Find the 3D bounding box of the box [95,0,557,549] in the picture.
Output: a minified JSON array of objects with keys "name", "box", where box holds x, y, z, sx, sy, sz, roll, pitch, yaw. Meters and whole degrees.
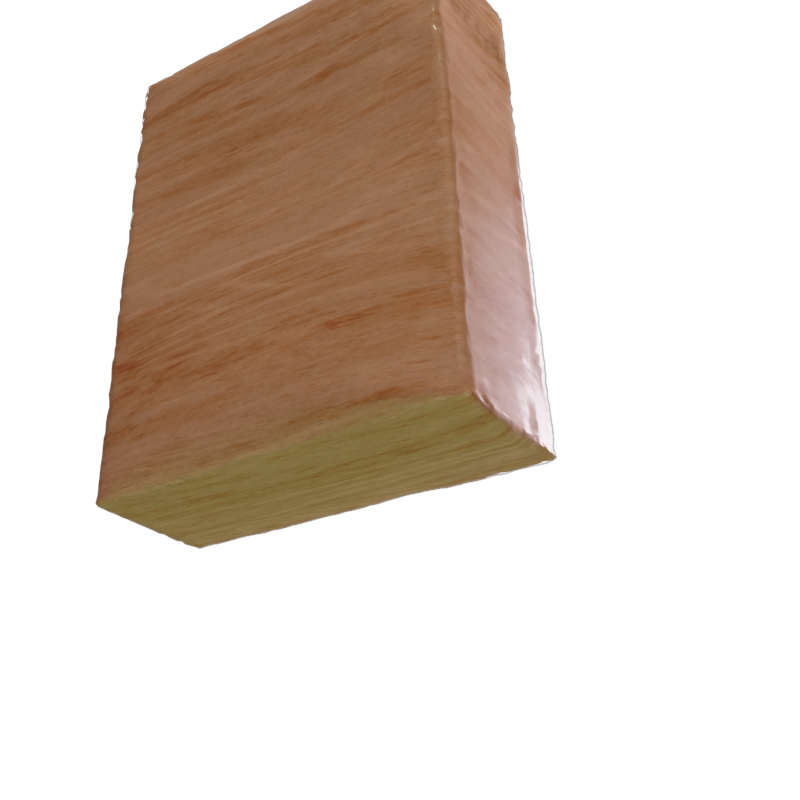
[{"name":"box","box":[-0.036,-0.065,0.456,0.166,0.228,0.067,-19,-35,27]}]
